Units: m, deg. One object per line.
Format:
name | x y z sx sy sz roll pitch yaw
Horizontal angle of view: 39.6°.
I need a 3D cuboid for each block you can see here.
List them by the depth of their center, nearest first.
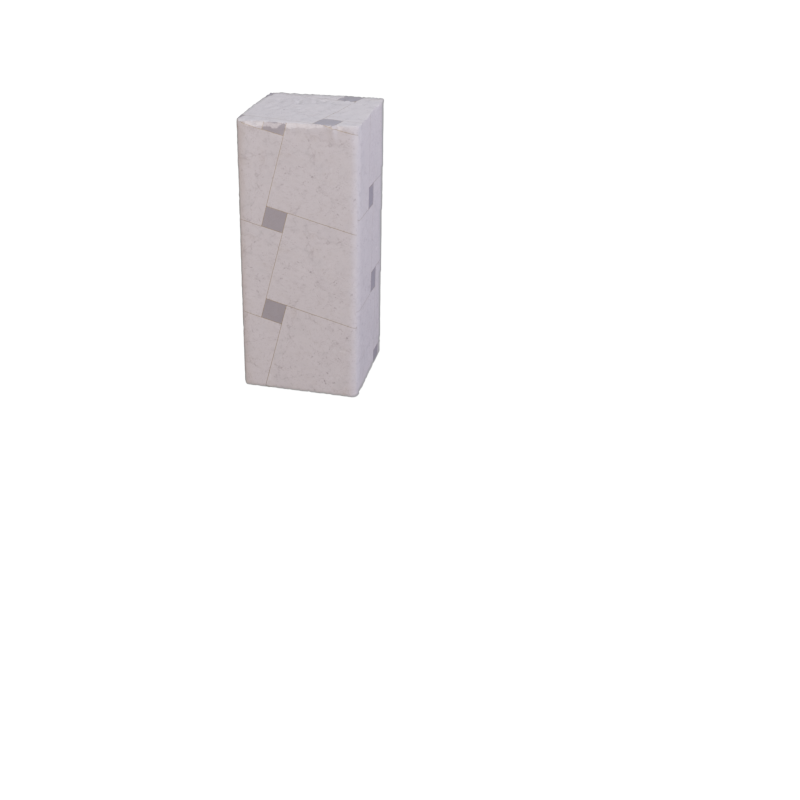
block | -0.065 -0.118 0.830 0.092 0.196 0.093 6 23 11
